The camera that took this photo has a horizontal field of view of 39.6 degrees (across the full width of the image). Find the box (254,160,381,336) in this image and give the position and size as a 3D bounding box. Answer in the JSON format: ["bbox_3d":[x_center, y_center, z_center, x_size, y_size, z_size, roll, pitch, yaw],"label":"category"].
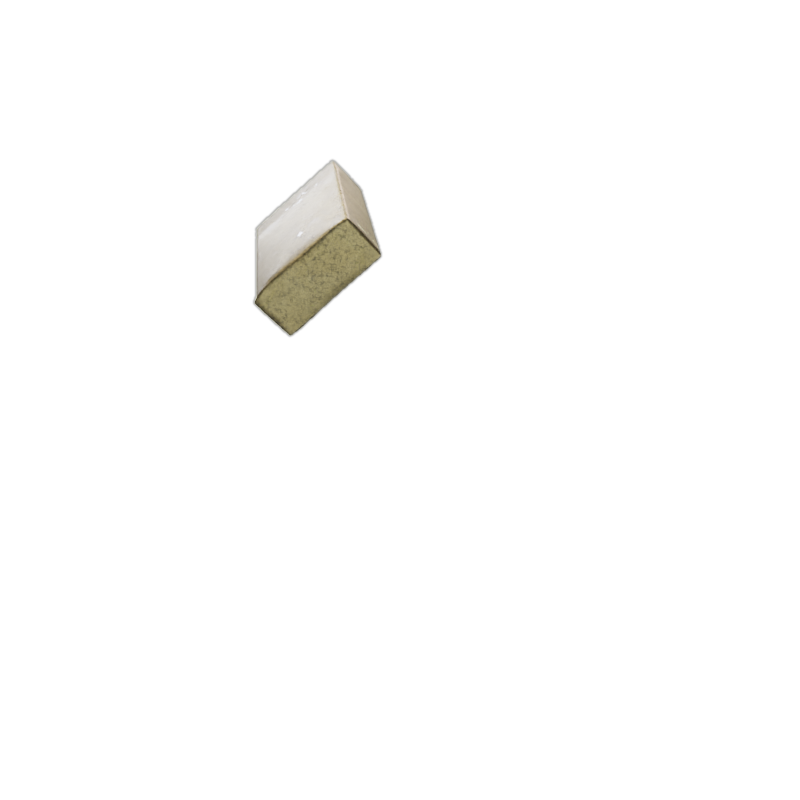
[{"bbox_3d":[-0.067,-0.124,0.866,0.093,0.046,0.185,-39,20,12],"label":"box"}]
